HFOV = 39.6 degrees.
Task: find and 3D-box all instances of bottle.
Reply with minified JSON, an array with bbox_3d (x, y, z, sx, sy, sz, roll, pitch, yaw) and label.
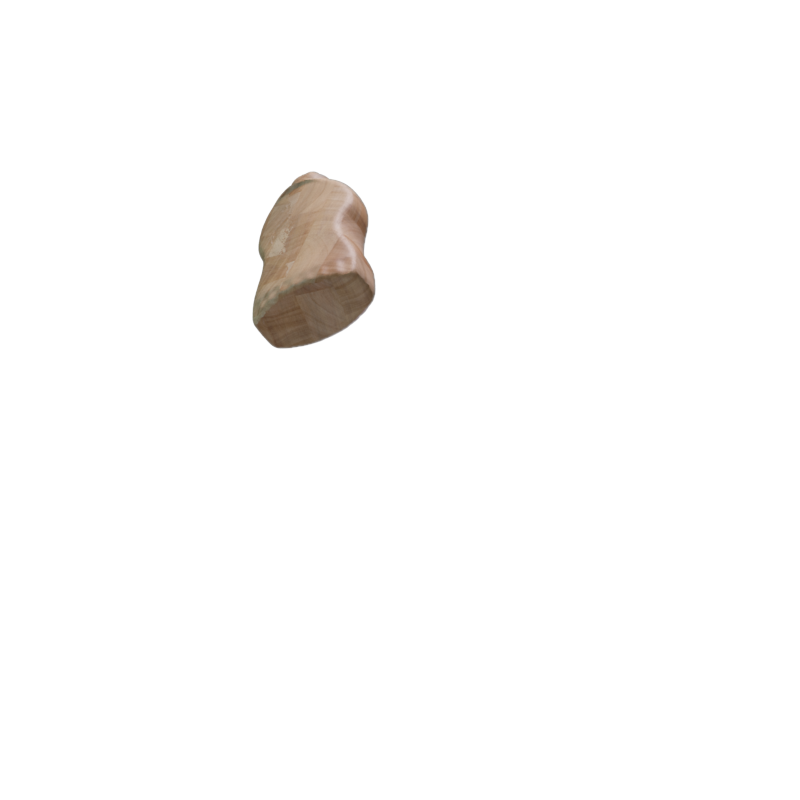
[{"bbox_3d":[-0.072,-0.130,0.911,0.096,0.205,0.054,-28,-54,18],"label":"bottle"}]
